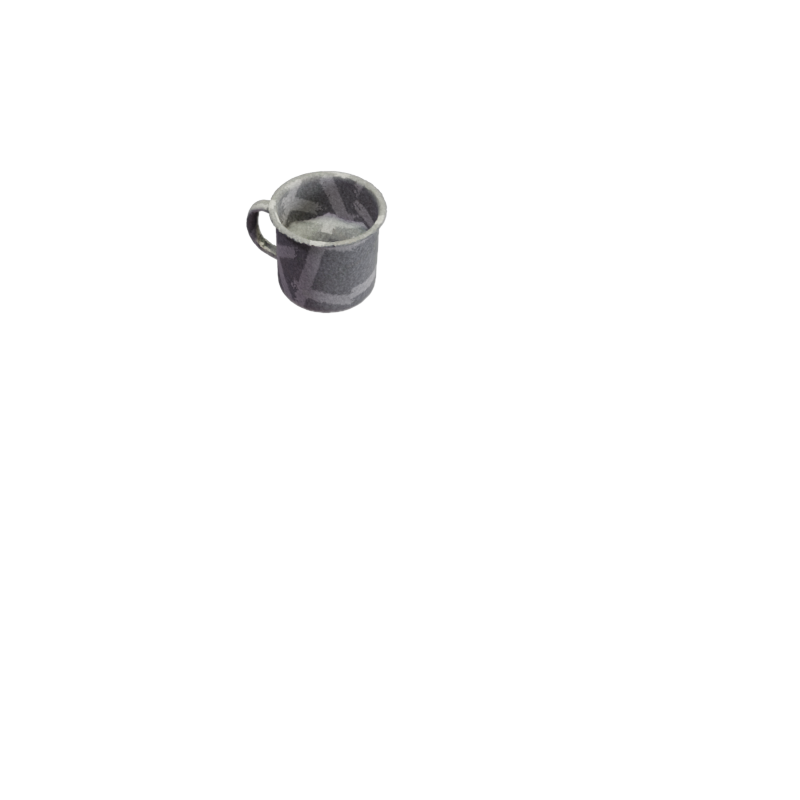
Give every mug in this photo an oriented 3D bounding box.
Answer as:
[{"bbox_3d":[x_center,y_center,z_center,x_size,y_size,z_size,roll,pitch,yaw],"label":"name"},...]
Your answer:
[{"bbox_3d":[-0.070,-0.128,0.896,0.120,0.076,0.097,15,47,13],"label":"mug"}]
